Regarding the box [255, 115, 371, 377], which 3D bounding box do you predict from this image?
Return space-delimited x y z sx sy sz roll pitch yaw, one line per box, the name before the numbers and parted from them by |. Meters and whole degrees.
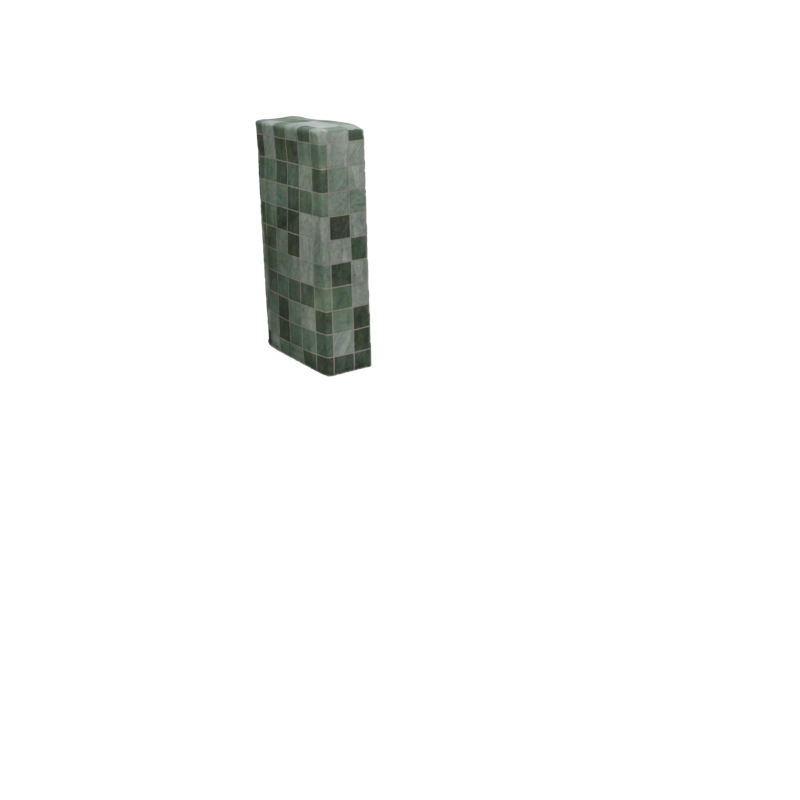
box | -0.063 -0.116 0.810 0.047 0.171 0.099 -8 17 -33
